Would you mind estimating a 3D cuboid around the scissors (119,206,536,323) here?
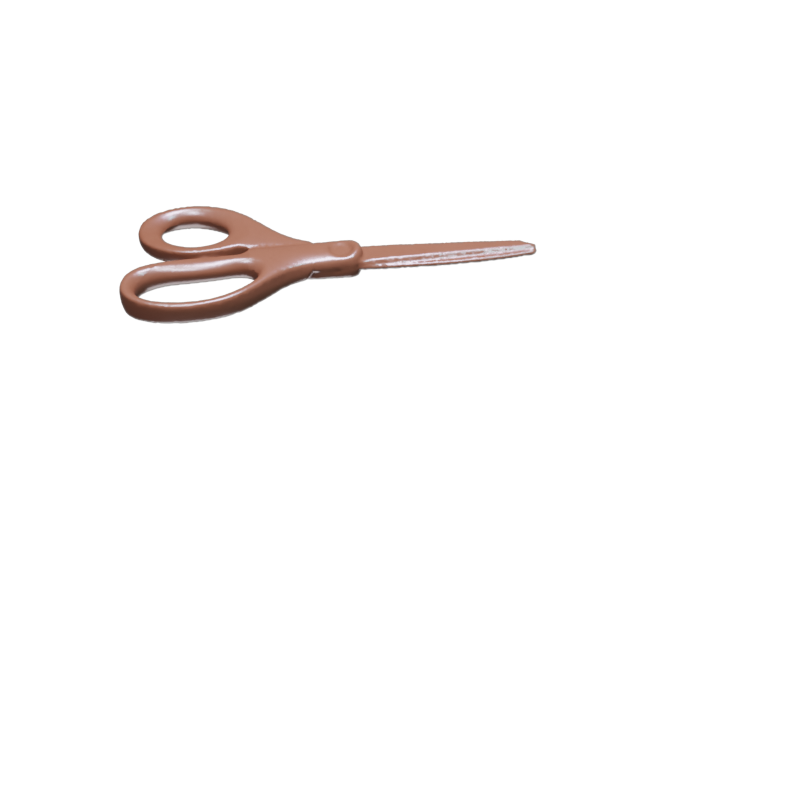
[{"bbox_3d":[-0.043,-0.079,0.555,0.199,0.015,0.104,-15,41,-18],"label":"scissors"}]
